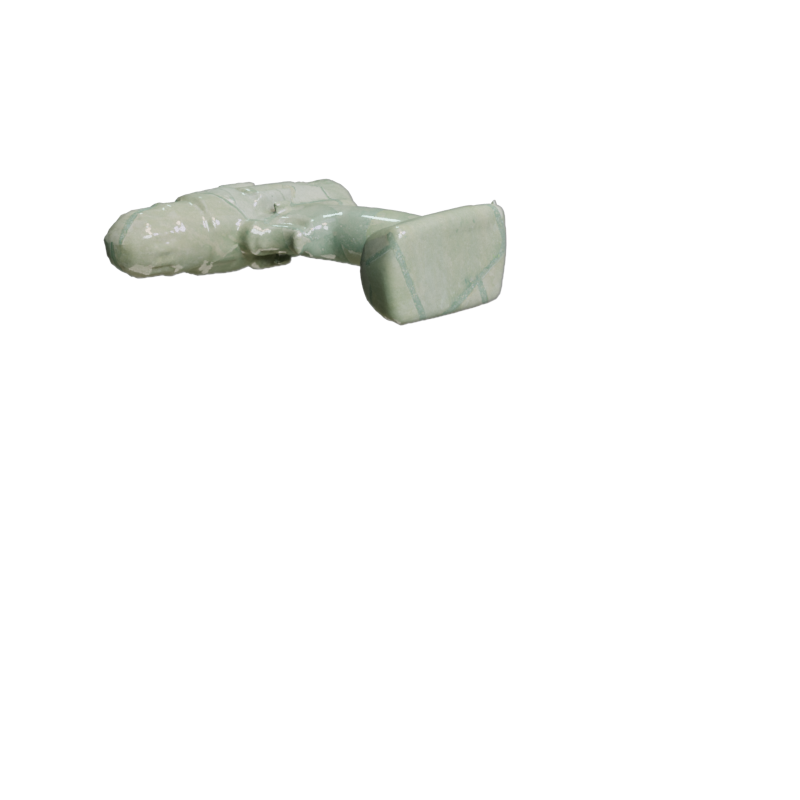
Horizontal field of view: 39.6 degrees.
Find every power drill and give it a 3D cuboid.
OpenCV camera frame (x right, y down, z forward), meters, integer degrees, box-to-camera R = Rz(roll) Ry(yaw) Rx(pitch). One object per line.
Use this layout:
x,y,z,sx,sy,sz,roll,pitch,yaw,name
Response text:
-0.050,-0.091,0.637,0.198,0.055,0.181,18,27,40,power drill
